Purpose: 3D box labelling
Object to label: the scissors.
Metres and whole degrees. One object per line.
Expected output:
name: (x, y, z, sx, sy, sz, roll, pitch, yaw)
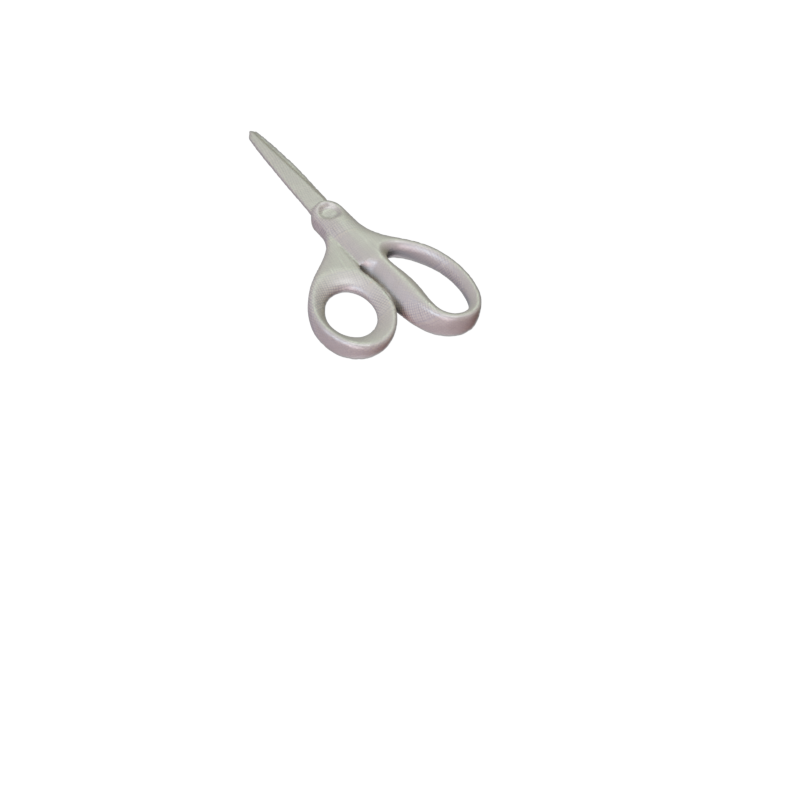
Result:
scissors: (-0.047, -0.086, 0.605, 0.097, 0.015, 0.215, -35, 54, -30)
